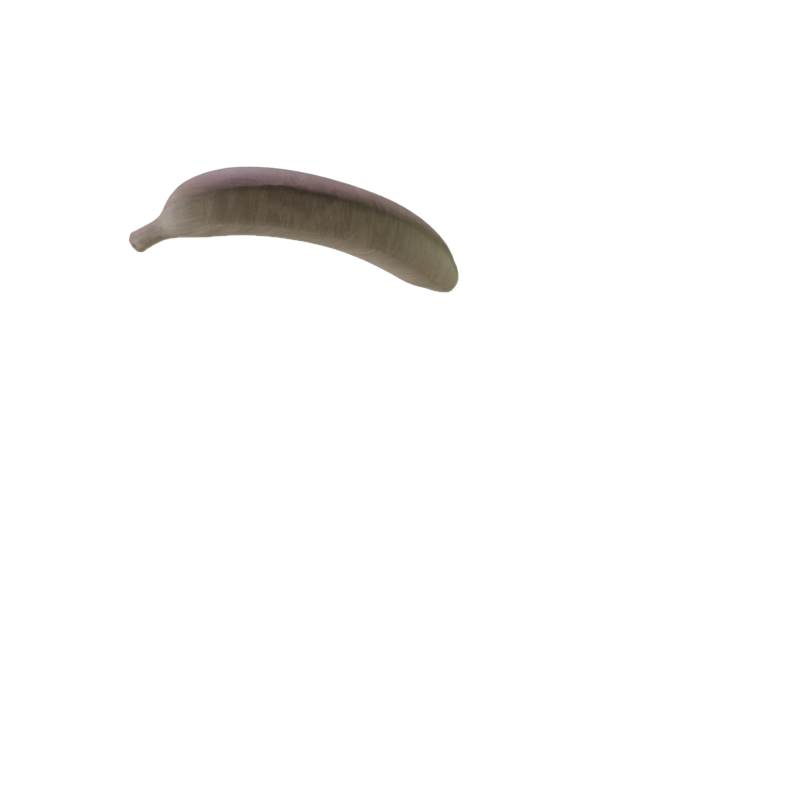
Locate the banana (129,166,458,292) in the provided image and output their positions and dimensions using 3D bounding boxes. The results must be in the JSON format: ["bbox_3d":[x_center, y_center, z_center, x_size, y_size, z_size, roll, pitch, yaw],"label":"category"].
[{"bbox_3d":[-0.045,-0.096,0.612,0.191,0.039,0.068,8,-22,-20],"label":"banana"}]
